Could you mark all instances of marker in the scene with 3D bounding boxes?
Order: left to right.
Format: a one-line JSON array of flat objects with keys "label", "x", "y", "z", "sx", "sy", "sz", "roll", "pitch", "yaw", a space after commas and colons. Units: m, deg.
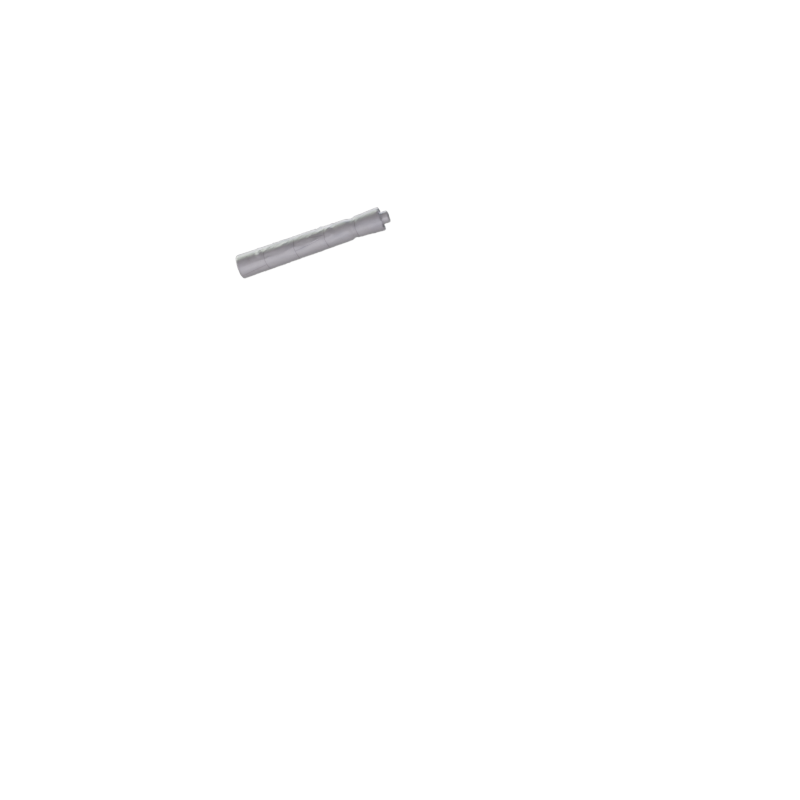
[{"label": "marker", "x": -0.066, "y": -0.120, "z": 0.839, "sx": 0.121, "sy": 0.020, "sz": 0.020, "roll": -18, "pitch": 1, "yaw": 10}]
